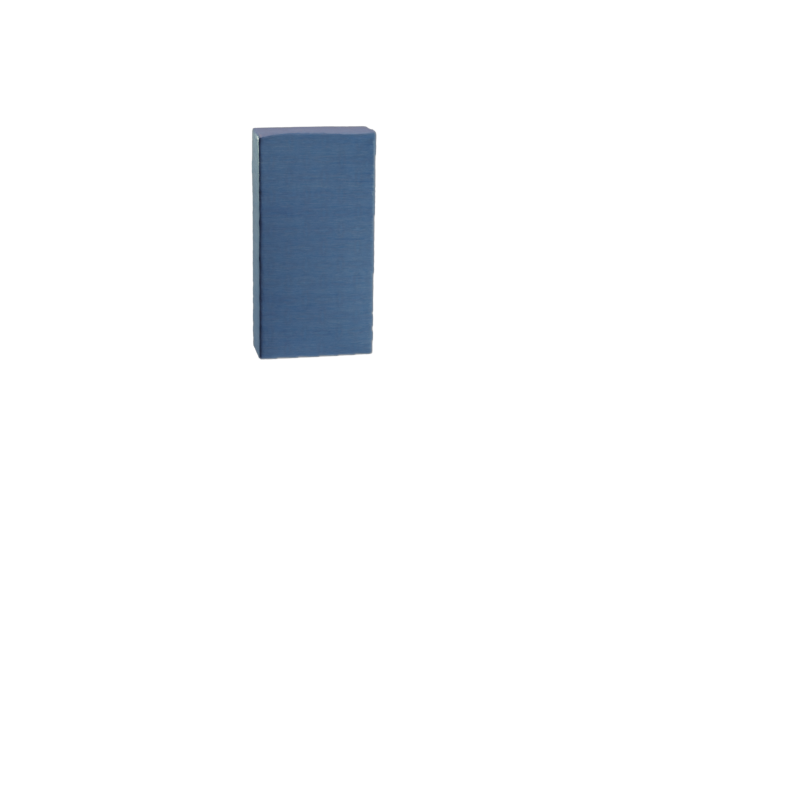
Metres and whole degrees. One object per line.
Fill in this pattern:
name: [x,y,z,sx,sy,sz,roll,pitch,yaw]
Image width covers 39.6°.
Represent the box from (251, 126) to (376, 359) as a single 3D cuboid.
box: [-0.067,-0.123,0.861,0.092,0.170,0.050,-3,16,-12]
